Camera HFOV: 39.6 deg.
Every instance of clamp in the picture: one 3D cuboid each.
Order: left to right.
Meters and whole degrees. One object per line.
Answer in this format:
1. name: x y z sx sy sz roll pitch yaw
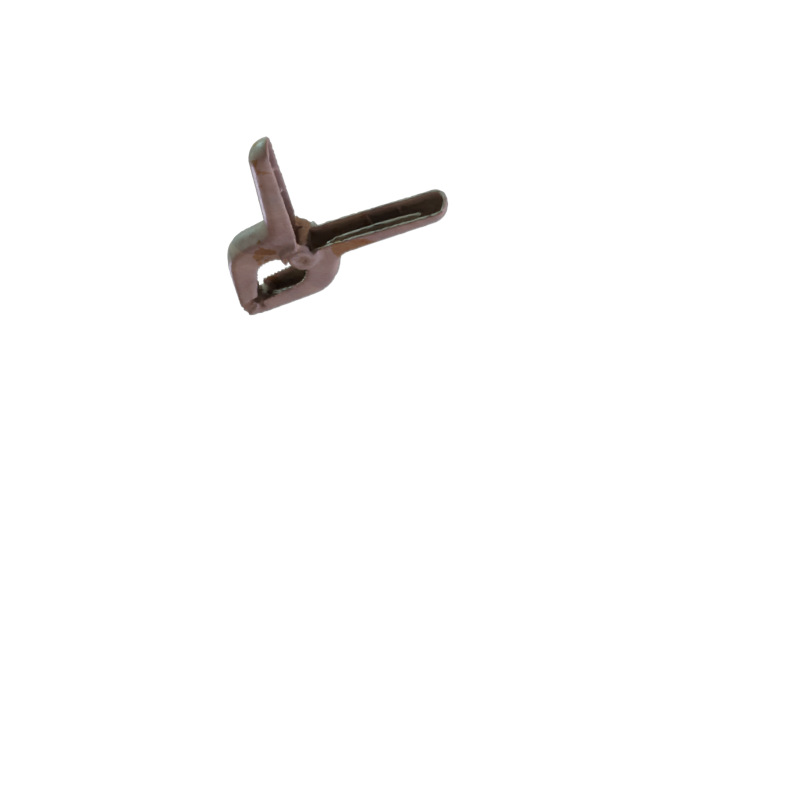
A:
1. clamp: -0.070 -0.128 0.896 0.159 0.039 0.203 11 -31 -20
